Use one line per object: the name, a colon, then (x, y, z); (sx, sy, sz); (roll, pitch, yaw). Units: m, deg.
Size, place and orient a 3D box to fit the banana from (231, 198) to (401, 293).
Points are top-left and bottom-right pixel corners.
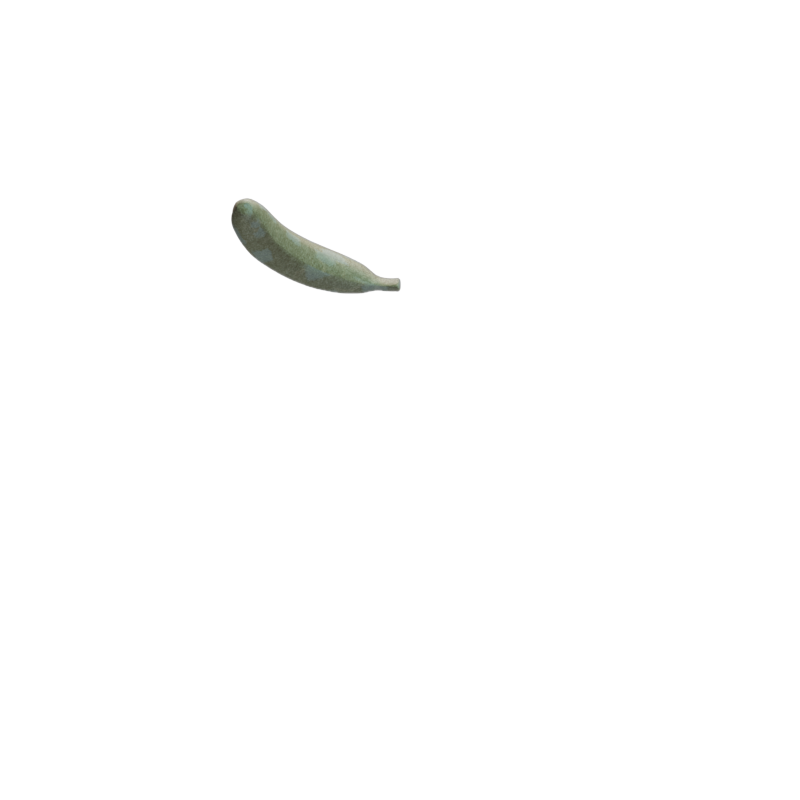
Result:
banana: (-0.085, -0.129, 0.950); (0.070, 0.039, 0.185); (-18, -26, 39)
